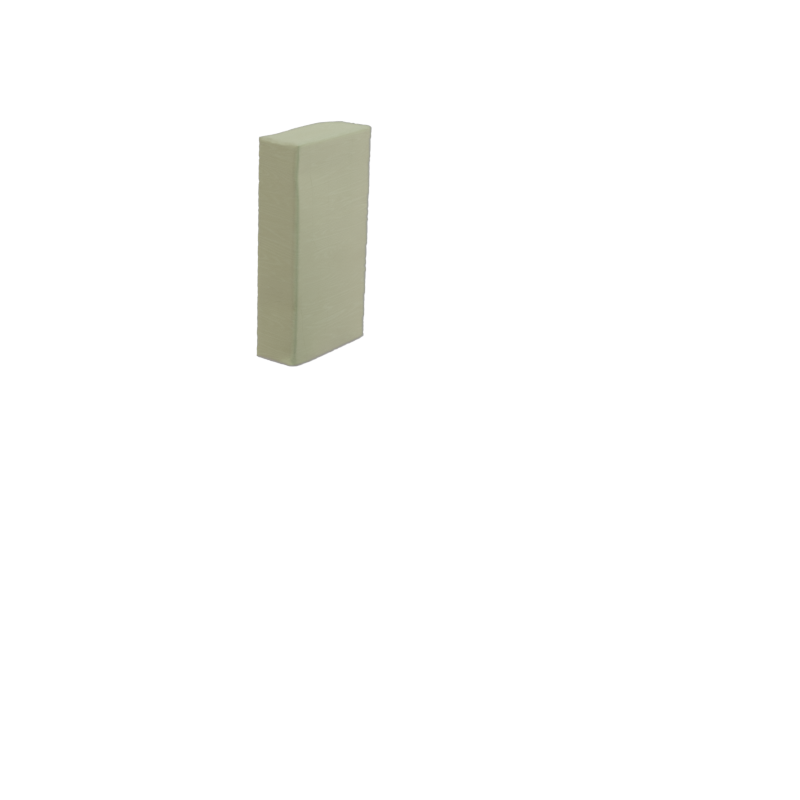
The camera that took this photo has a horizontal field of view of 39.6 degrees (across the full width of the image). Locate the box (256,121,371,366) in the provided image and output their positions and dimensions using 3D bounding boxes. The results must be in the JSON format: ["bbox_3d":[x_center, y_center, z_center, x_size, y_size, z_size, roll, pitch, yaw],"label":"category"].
[{"bbox_3d":[-0.067,-0.122,0.856,0.050,0.170,0.092,13,21,33],"label":"box"}]
